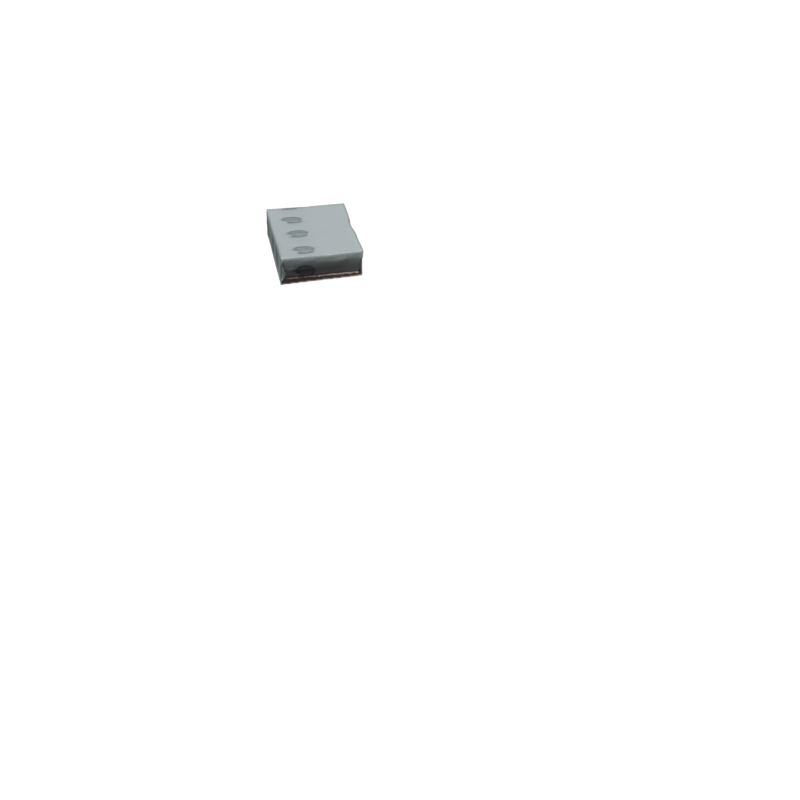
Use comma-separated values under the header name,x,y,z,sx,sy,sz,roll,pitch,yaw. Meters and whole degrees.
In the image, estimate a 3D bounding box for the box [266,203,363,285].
name,x,y,z,sx,sy,sz,roll,pitch,yaw
box,-0.077,-0.141,0.985,0.072,0.028,0.096,-7,37,-10
